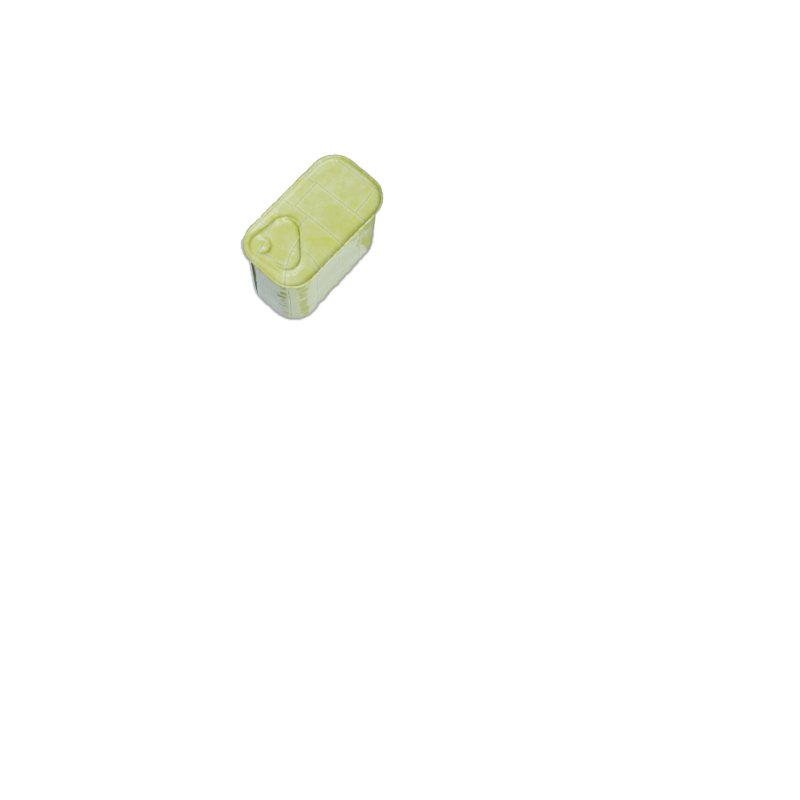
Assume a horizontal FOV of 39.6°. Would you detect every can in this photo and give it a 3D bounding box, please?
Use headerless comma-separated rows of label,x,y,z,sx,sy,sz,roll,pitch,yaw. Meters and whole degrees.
can,-0.062,-0.112,0.788,0.059,0.103,0.080,40,-15,8
